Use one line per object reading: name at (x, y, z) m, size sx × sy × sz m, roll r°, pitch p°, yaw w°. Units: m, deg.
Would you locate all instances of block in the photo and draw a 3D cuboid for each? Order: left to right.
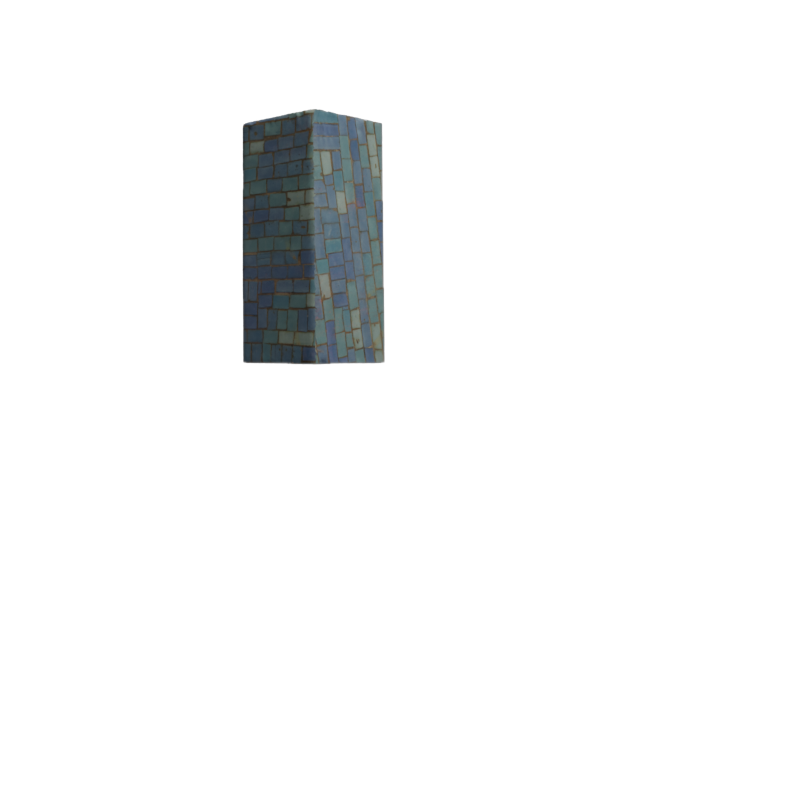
block at (-0.075, -0.136, 0.949) m, size 0.094 × 0.208 × 0.086 m, roll -4°, pitch -5°, yaw 42°
